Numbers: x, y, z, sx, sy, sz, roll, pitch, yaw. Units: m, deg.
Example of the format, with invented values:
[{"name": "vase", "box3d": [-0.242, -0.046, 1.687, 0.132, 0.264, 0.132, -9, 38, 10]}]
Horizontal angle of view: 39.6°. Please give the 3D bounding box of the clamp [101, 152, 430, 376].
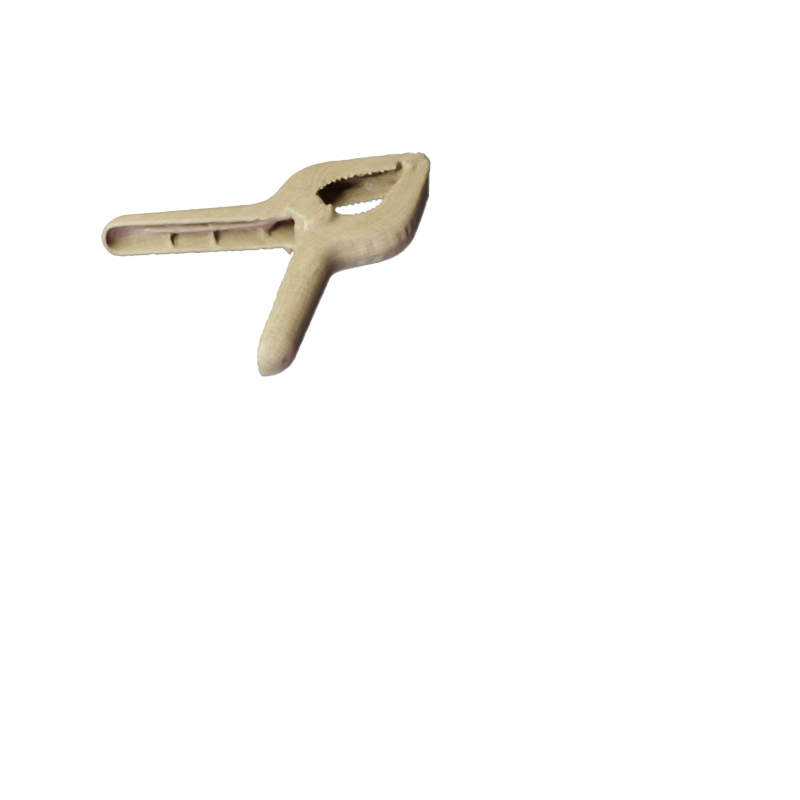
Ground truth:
[{"name": "clamp", "box3d": [-0.053, -0.096, 0.671, 0.209, 0.034, 0.177, -26, 47, -26]}]
